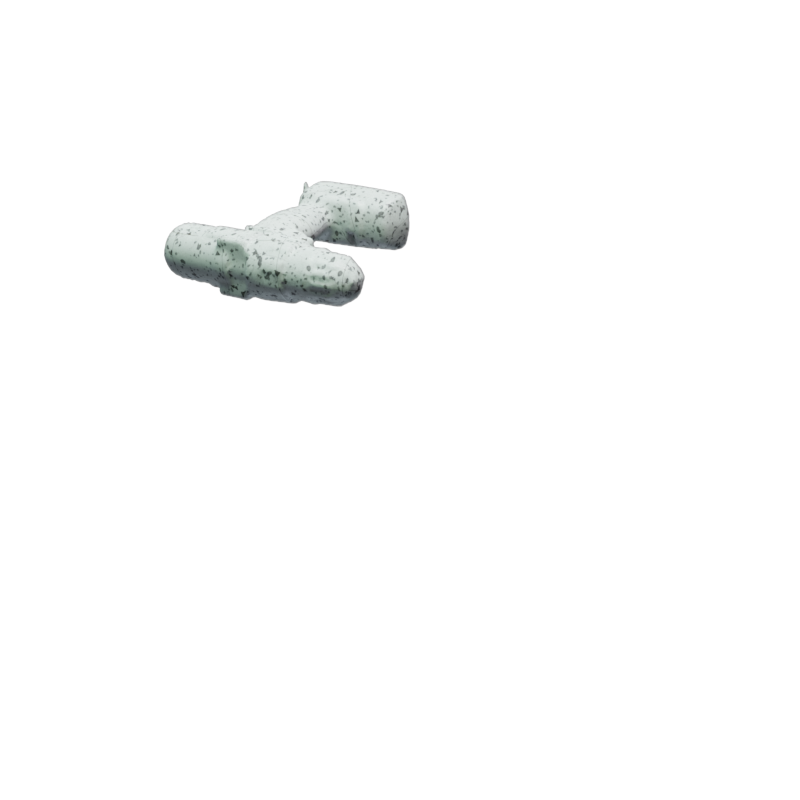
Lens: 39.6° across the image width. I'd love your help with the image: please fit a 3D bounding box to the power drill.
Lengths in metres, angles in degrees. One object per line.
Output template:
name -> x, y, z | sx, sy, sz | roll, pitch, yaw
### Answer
power drill -> -0.071, -0.130, 0.913 | 0.194, 0.055, 0.187 | 15, 27, 31
